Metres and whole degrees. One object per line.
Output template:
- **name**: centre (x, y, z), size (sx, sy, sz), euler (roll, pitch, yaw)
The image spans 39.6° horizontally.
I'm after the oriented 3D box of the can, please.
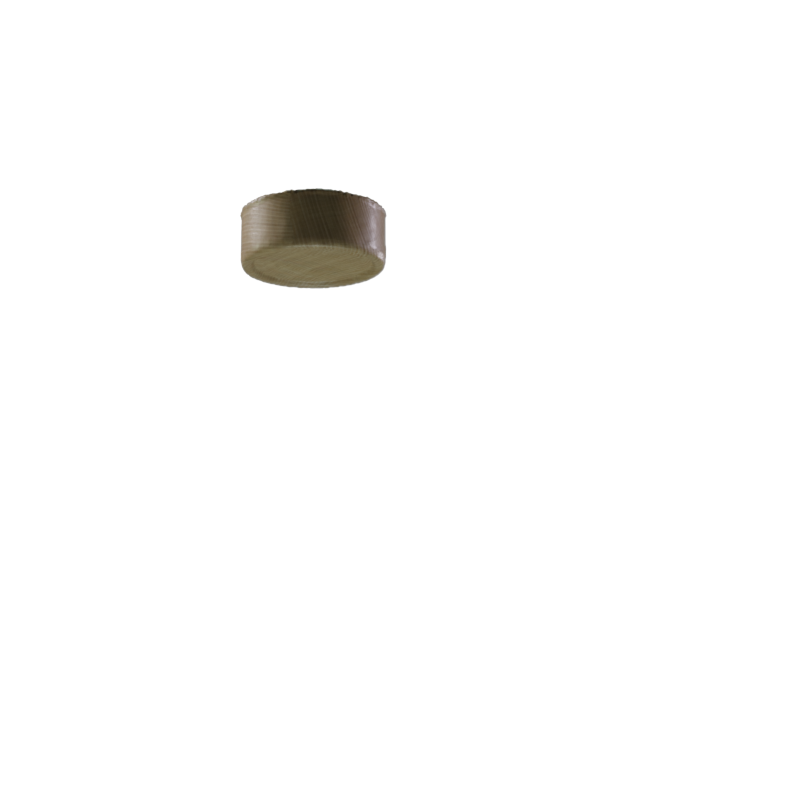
- **can**: centre (-0.051, -0.092, 0.648), size (0.086, 0.035, 0.083), euler (0, -12, -2)
